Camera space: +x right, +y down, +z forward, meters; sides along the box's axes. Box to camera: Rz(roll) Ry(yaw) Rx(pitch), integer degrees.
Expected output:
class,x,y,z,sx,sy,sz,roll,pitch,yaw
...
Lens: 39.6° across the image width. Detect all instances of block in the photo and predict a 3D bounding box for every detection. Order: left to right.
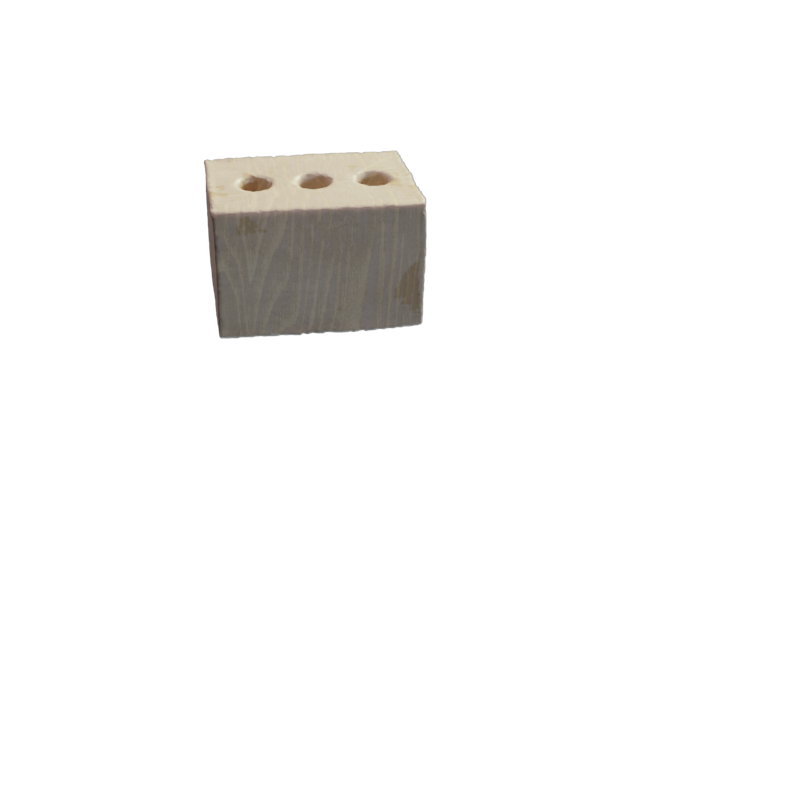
class,x,y,z,sx,sy,sz,roll,pitch,yaw
block,-0.032,-0.059,0.415,0.077,0.048,0.056,-4,30,-8
